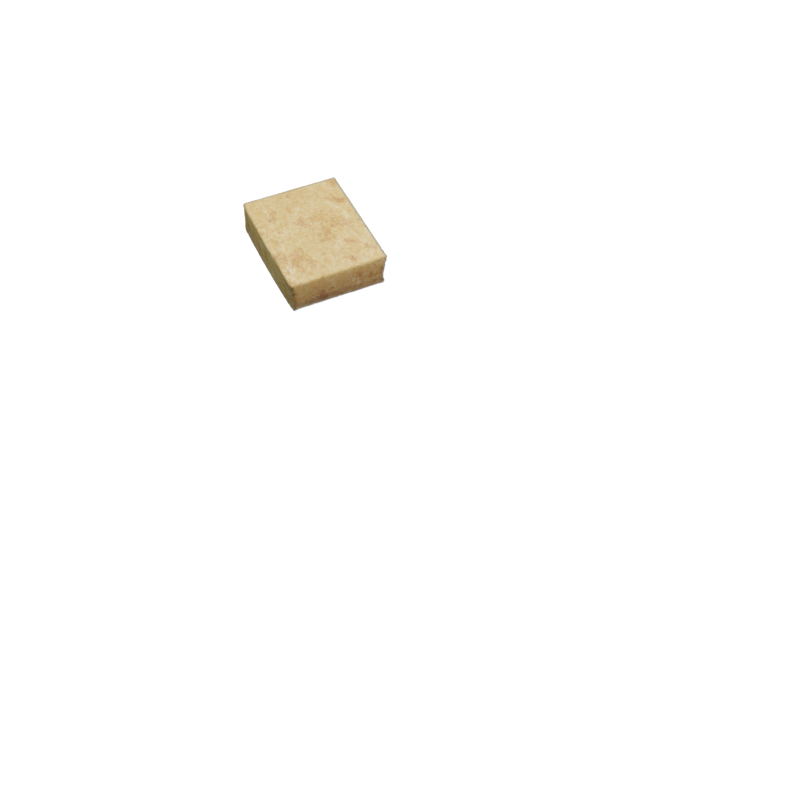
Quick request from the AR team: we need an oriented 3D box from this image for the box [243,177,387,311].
[{"bbox_3d":[-0.076,-0.138,0.968,0.089,0.123,0.036,-20,-36,-16],"label":"box"}]
